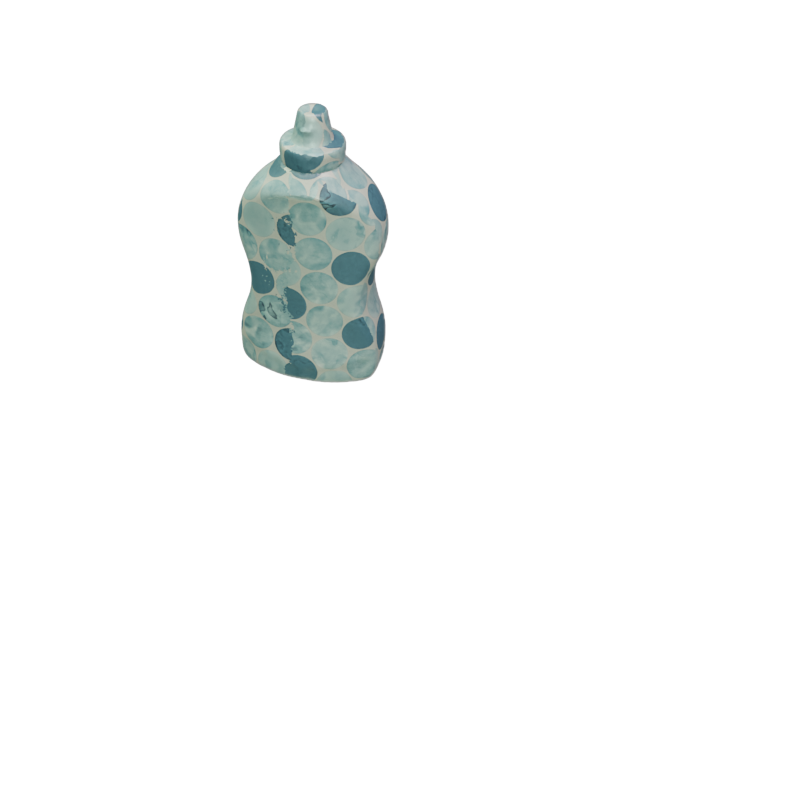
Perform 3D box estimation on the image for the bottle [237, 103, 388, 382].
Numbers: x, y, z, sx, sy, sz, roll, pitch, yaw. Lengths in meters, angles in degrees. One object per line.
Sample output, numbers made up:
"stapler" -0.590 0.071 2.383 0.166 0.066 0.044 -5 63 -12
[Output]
"bottle" -0.056 -0.102 0.716 0.098 0.179 0.061 12 37 13
